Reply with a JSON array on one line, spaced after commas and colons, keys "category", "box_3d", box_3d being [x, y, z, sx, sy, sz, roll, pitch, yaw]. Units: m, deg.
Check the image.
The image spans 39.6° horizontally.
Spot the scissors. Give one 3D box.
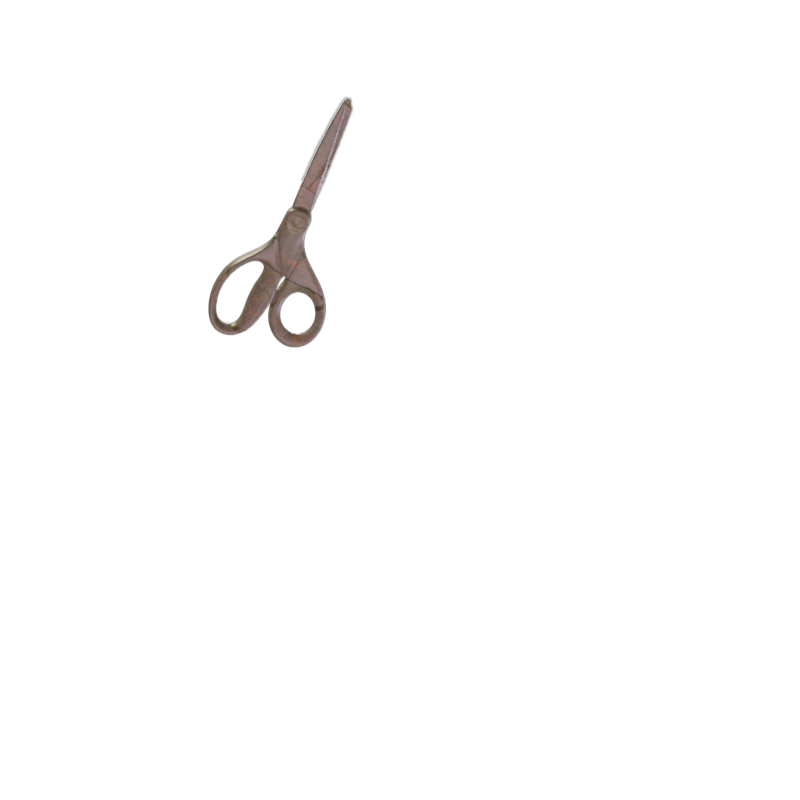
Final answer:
[{"category": "scissors", "box_3d": [-0.063, -0.116, 0.810, 0.093, 0.198, 0.017, 37, 20, -16]}]
